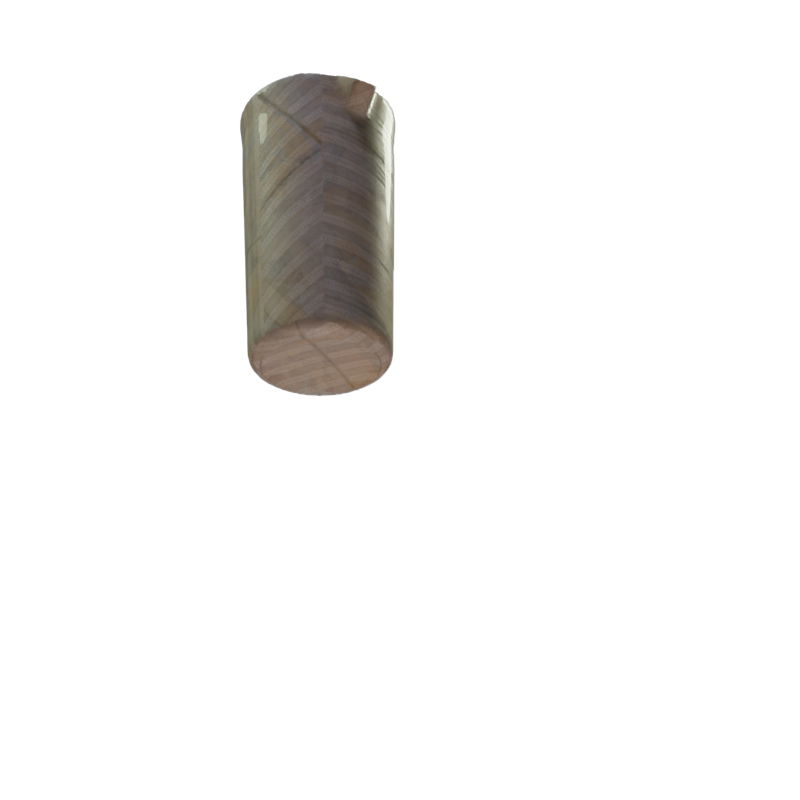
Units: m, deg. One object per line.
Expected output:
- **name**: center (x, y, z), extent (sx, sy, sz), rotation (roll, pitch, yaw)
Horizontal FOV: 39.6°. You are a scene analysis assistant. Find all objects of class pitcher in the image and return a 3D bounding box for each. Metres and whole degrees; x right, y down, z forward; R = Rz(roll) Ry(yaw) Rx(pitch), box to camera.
- **pitcher**: center (-0.070, -0.127, 0.890), extent (0.146, 0.260, 0.138), rotation (-9, -33, 11)
